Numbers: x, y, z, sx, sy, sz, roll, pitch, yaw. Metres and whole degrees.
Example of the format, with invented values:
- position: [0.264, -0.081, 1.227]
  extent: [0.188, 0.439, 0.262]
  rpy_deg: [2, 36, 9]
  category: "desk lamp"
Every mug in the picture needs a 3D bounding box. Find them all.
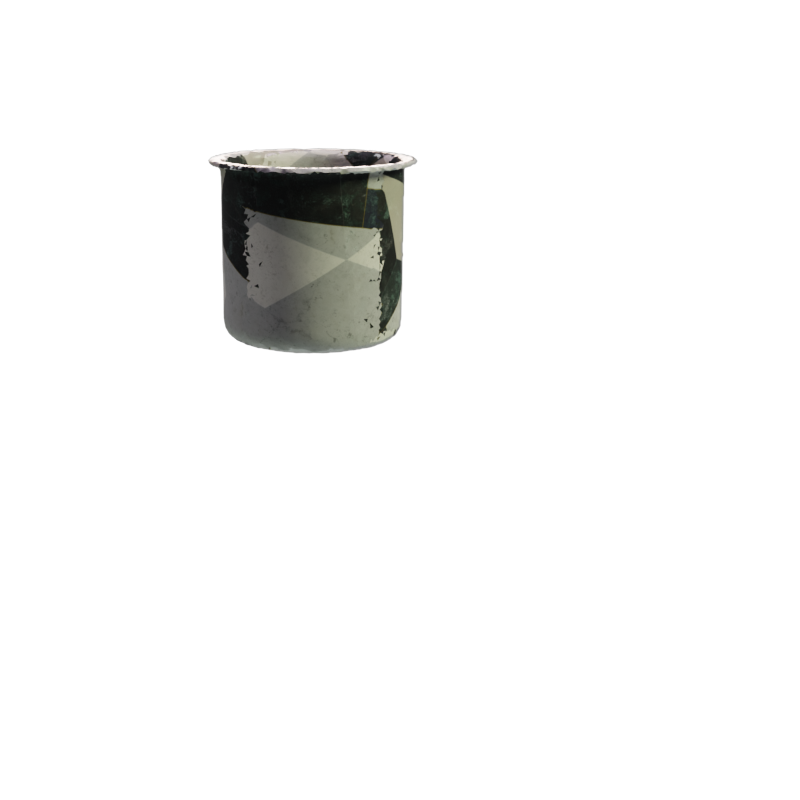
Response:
- position: [-0.040, -0.074, 0.515]
  extent: [0.093, 0.079, 0.121]
  rpy_deg: [0, 15, -1]
  category: "mug"
